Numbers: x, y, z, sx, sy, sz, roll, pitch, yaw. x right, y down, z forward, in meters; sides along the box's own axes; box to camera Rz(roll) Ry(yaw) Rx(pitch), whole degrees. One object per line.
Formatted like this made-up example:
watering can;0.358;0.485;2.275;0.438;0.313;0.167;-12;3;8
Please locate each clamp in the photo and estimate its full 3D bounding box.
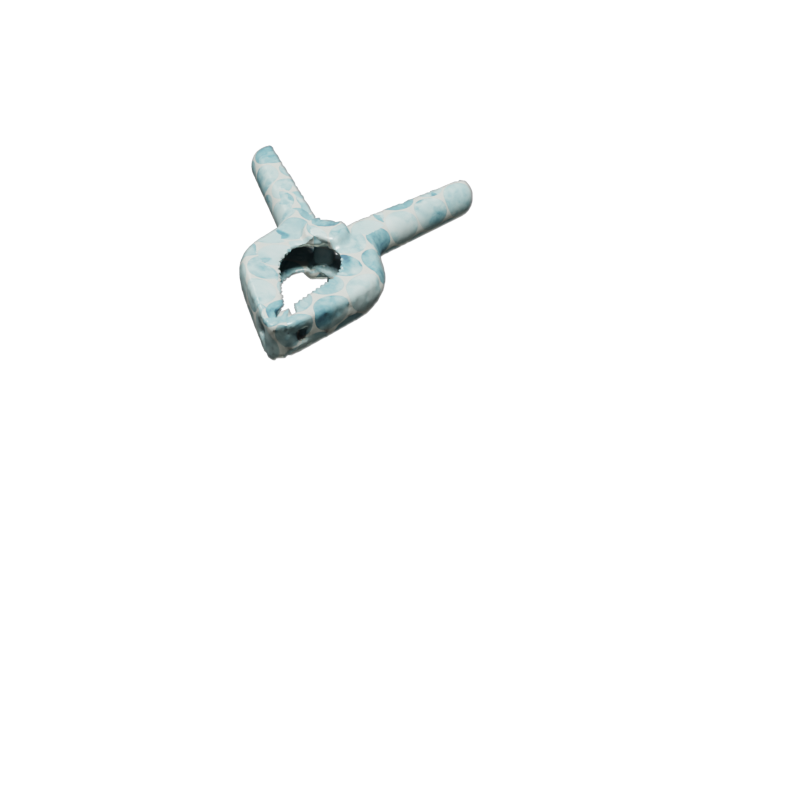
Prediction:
clamp;-0.058;-0.107;0.746;0.170;0.034;0.218;15;43;16
